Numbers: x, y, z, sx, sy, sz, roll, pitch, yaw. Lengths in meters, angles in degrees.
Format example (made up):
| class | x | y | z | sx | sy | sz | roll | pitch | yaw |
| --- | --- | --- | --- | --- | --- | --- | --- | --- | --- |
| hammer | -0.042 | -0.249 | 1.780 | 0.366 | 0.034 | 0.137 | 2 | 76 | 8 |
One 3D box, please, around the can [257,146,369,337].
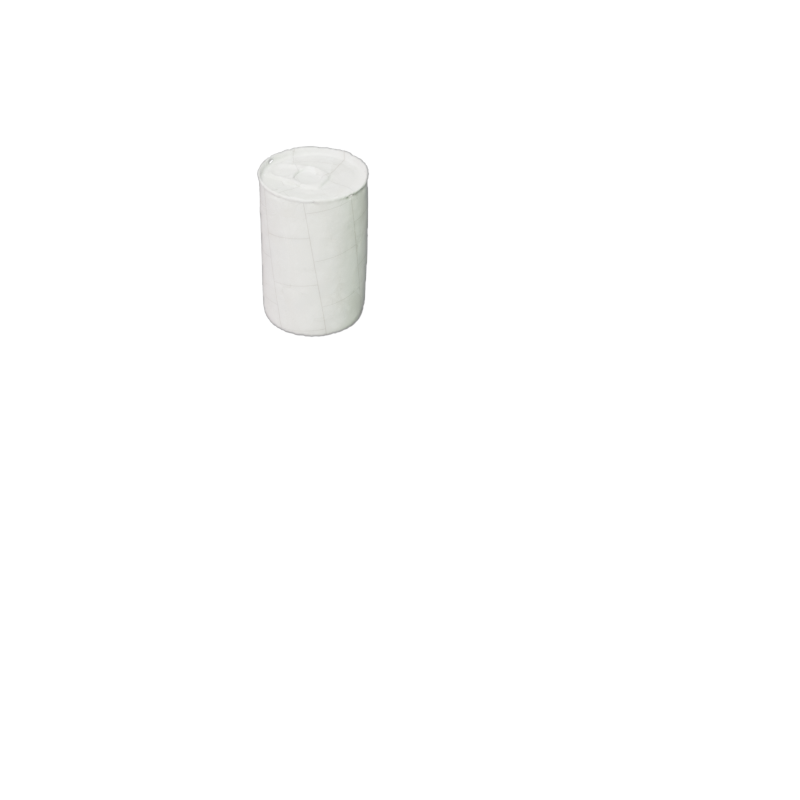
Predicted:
| class | x | y | z | sx | sy | sz | roll | pitch | yaw |
| --- | --- | --- | --- | --- | --- | --- | --- | --- | --- |
| can | -0.055 | -0.100 | 0.700 | 0.068 | 0.096 | 0.073 | 0 | 36 | -3 |
